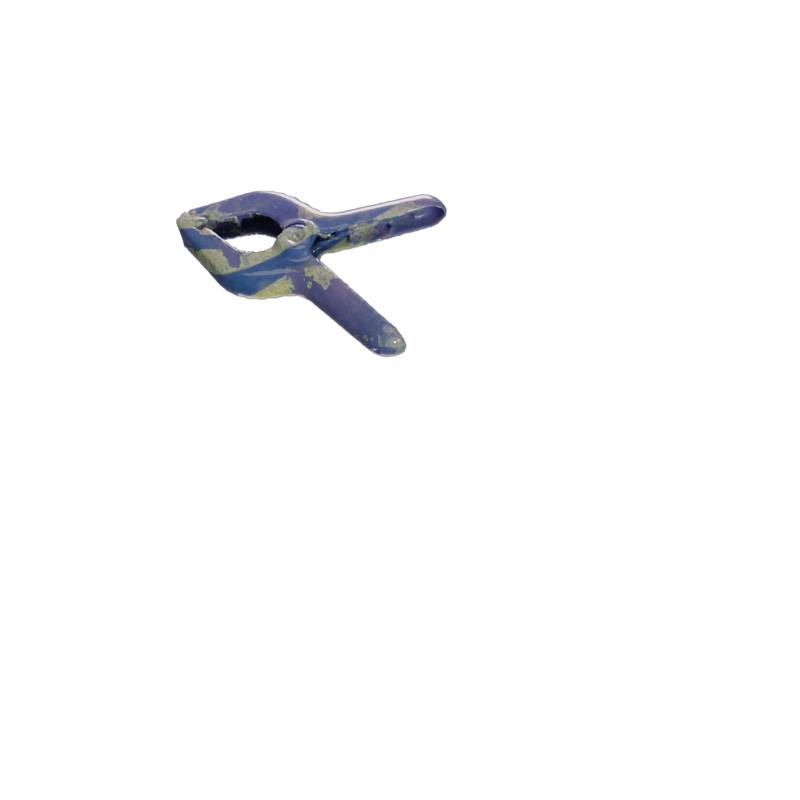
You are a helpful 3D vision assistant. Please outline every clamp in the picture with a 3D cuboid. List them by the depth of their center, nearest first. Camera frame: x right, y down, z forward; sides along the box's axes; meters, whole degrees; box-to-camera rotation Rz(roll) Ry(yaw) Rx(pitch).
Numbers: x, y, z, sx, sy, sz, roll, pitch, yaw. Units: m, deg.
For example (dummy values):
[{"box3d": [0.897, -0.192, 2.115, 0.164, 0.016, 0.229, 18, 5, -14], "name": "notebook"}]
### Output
[{"box3d": [-0.056, -0.102, 0.711, 0.177, 0.125, 0.036, 20, -36, 15], "name": "clamp"}]
